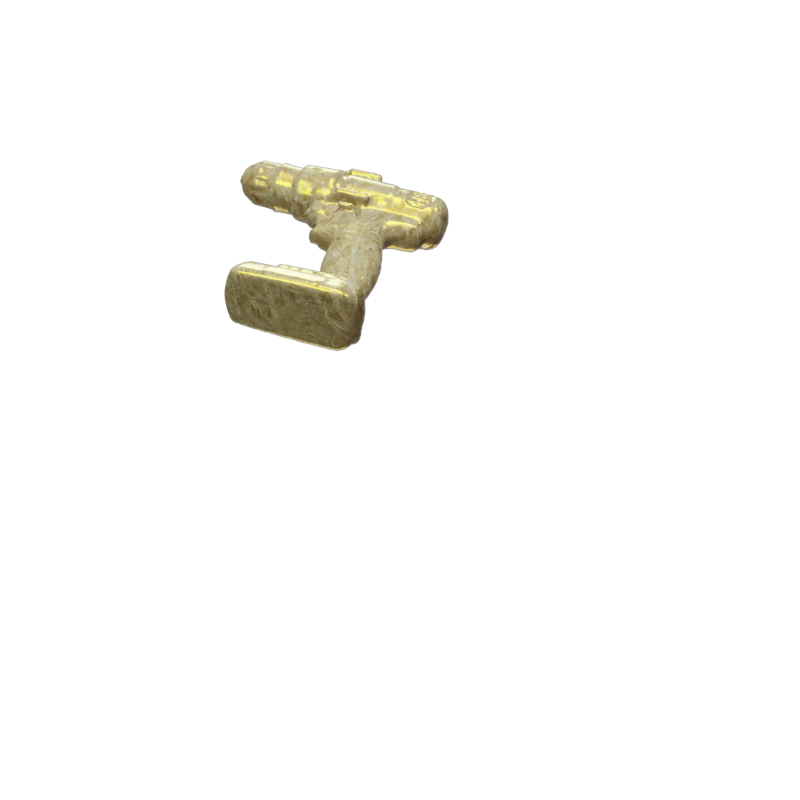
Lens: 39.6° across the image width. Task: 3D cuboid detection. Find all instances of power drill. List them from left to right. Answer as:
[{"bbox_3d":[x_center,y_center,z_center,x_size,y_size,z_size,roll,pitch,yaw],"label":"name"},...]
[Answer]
[{"bbox_3d":[-0.070,-0.127,0.892,0.190,0.054,0.195,13,42,14],"label":"power drill"}]
